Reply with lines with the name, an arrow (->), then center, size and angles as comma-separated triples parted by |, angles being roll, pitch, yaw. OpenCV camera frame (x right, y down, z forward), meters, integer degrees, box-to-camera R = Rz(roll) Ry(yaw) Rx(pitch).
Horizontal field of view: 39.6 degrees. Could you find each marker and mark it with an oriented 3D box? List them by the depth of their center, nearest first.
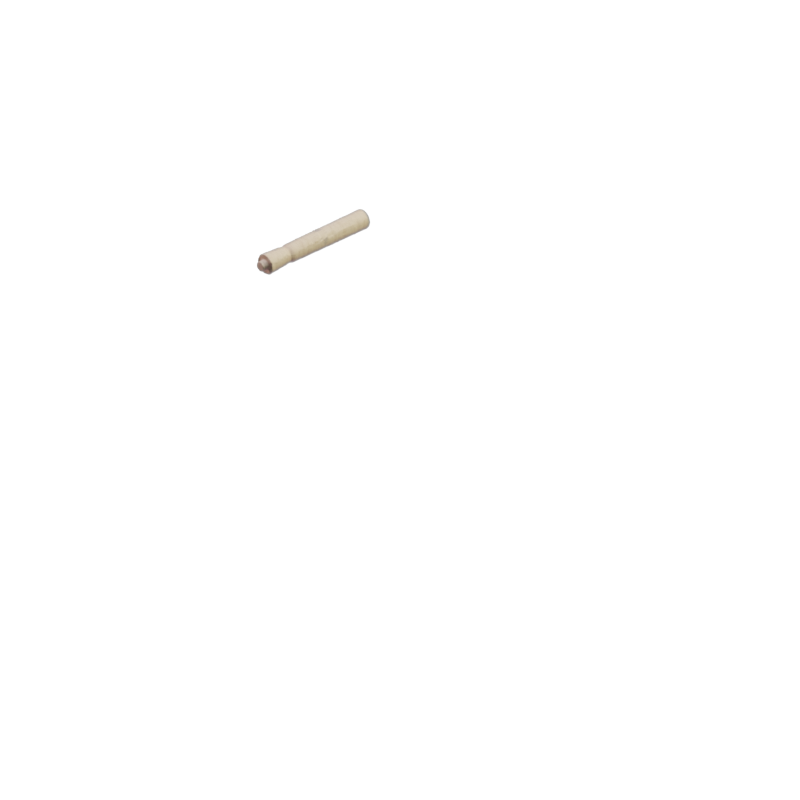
marker -> -0.075, -0.138, 0.964 | 0.121, 0.019, 0.021 | -31, 22, -35
